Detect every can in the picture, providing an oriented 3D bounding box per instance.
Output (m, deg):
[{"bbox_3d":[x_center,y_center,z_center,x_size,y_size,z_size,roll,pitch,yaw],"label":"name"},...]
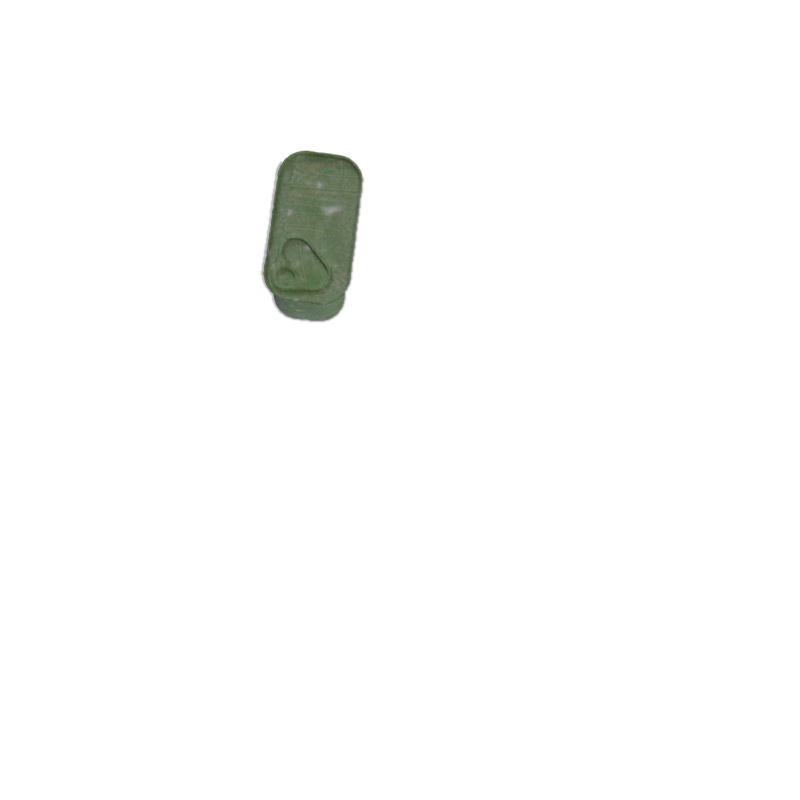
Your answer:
[{"bbox_3d":[-0.060,-0.109,0.761,0.057,0.105,0.081,7,-11,-2],"label":"can"}]
